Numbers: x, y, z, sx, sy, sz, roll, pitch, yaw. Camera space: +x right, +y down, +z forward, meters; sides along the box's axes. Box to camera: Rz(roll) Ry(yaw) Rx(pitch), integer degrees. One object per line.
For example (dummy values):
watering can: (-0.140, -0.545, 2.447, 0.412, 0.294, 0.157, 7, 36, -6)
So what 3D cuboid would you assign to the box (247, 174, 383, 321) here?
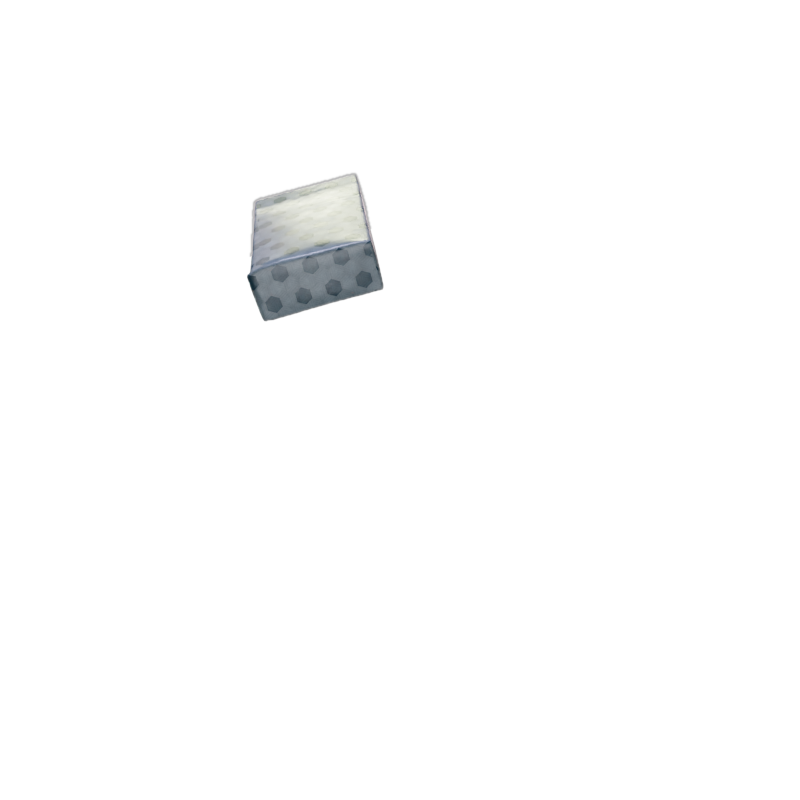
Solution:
box: (-0.068, -0.124, 0.867, 0.093, 0.046, 0.185, -15, 24, 3)
